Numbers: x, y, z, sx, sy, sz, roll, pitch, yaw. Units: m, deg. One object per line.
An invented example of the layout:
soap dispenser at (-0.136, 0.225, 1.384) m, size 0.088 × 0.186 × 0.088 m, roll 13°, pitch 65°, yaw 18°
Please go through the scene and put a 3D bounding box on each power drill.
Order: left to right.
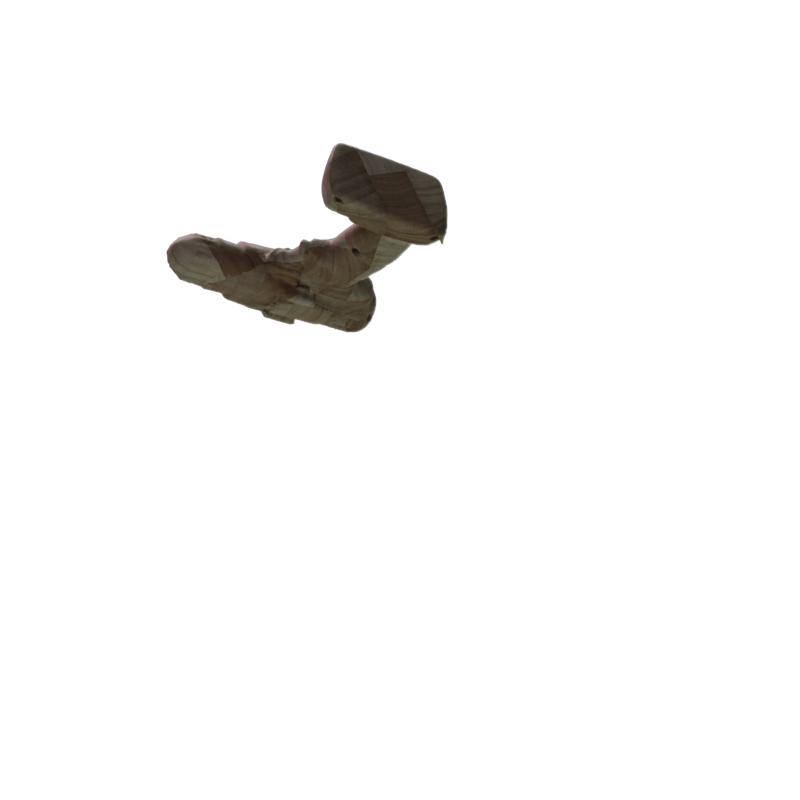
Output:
power drill at (-0.067, -0.123, 0.862) m, size 0.176 × 0.061 × 0.185 m, roll 15°, pitch -29°, yaw -28°
